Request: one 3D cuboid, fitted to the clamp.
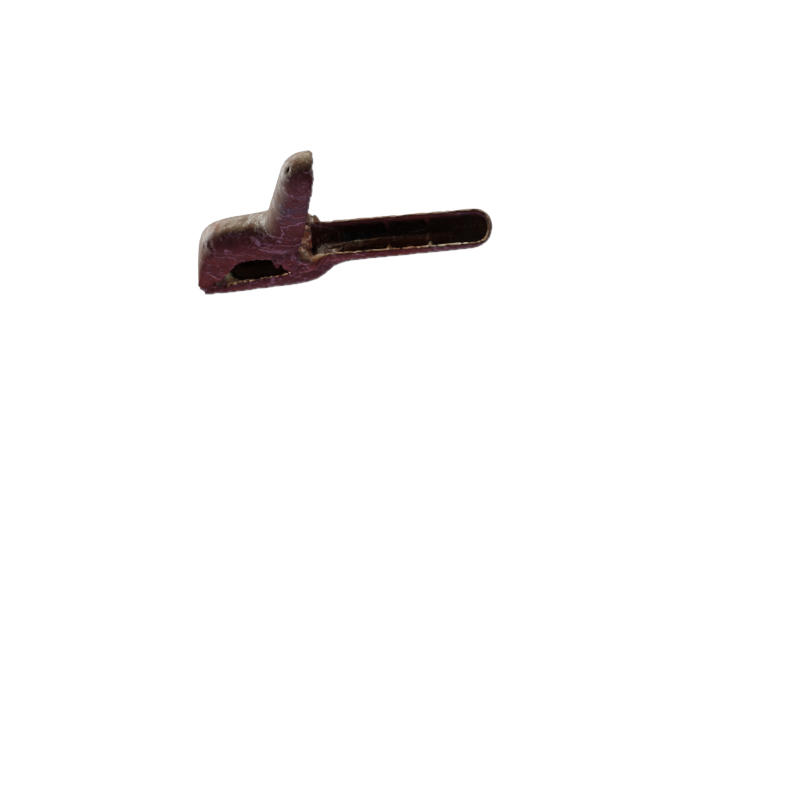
[{"bbox_3d":[-0.057,-0.104,0.727,0.157,0.038,0.212,9,-15,-36],"label":"clamp"}]
